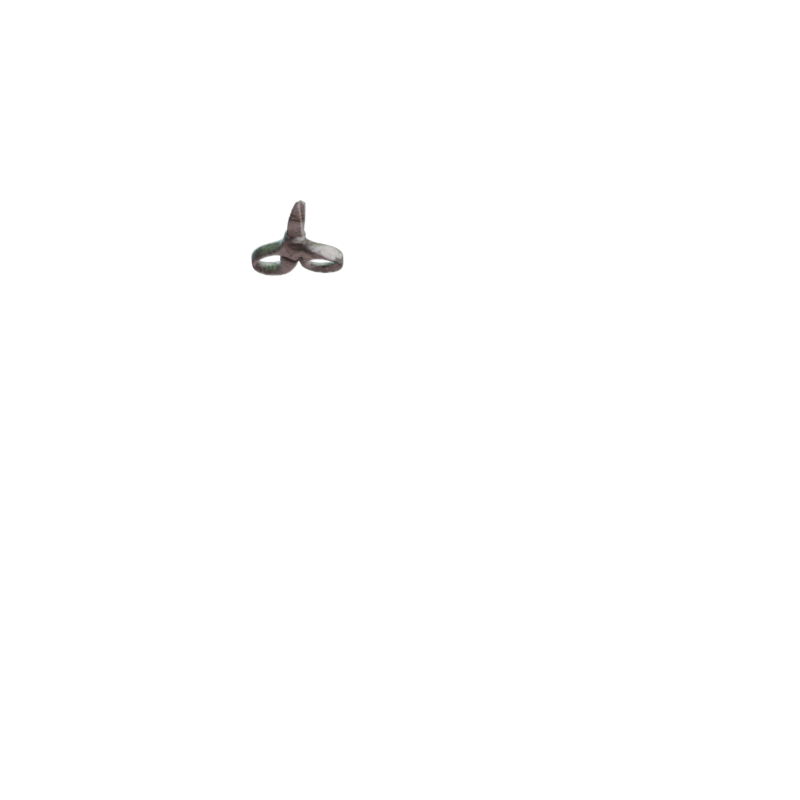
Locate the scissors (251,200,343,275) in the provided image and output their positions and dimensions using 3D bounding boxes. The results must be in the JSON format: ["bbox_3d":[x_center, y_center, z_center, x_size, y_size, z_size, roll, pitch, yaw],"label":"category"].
[{"bbox_3d":[-0.078,-0.142,0.996,0.093,0.016,0.201,4,-10,-22],"label":"scissors"}]
